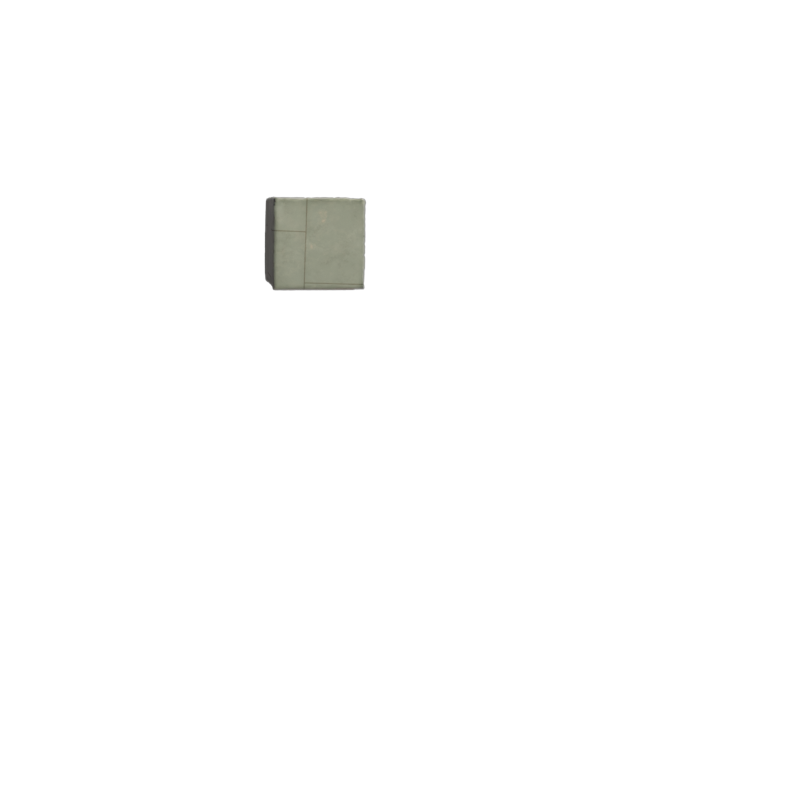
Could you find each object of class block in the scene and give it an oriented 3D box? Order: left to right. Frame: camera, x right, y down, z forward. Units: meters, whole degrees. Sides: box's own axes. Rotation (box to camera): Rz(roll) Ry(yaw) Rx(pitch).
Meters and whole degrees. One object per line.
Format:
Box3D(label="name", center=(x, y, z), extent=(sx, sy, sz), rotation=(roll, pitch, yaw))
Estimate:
Box3D(label="block", center=(-0.050, -0.091, 0.640), extent=(0.052, 0.051, 0.080), rotation=(-1, 7, -9))
